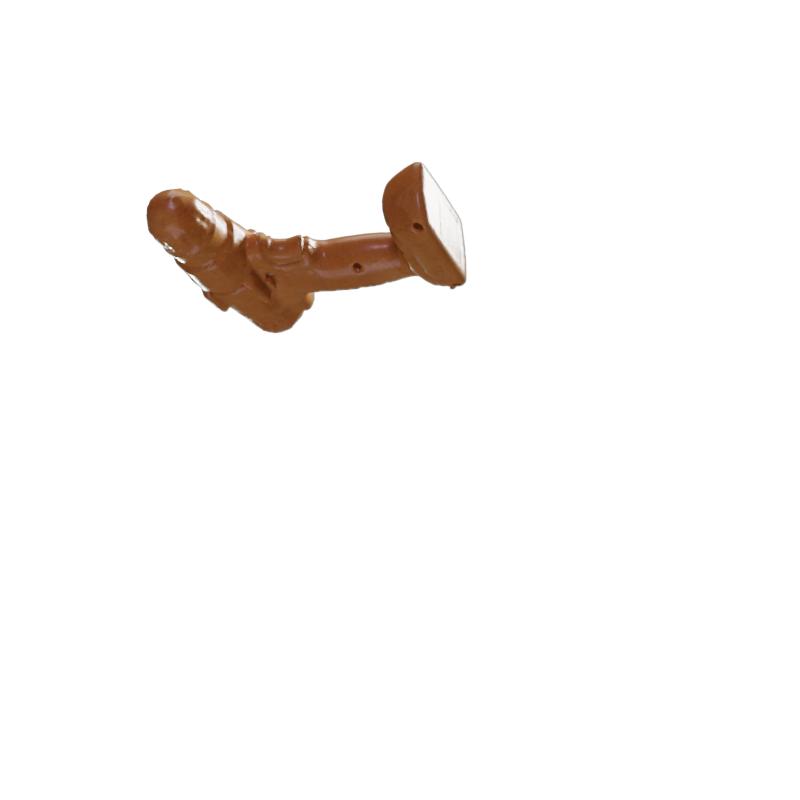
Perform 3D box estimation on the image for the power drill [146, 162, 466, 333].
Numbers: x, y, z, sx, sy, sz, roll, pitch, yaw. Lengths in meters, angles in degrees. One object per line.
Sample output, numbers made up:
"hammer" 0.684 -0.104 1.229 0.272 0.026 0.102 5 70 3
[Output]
"power drill" -0.060 -0.110 0.769 0.191 0.060 0.172 -8 -22 21
